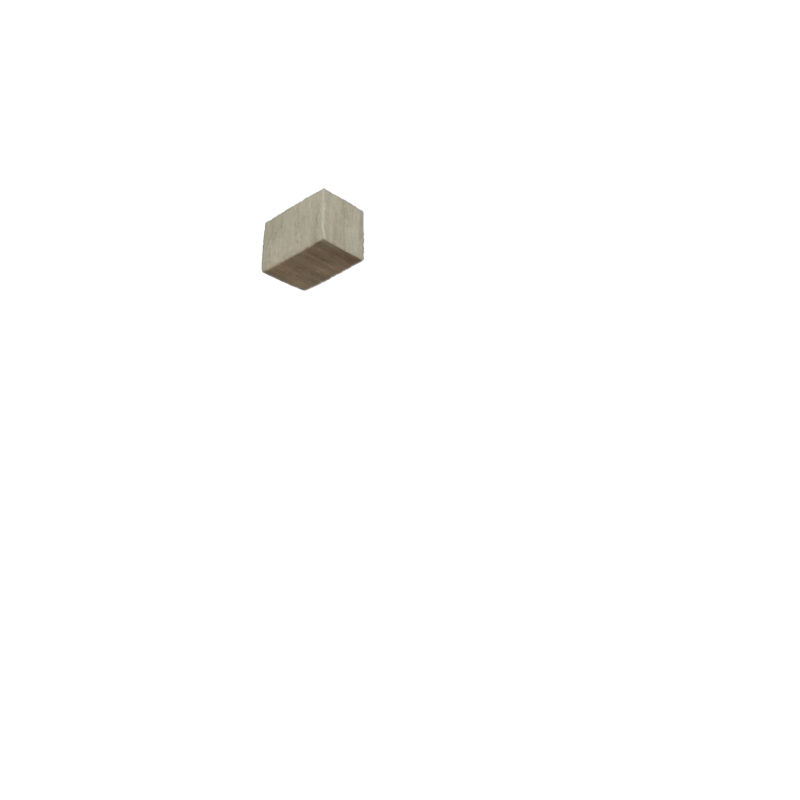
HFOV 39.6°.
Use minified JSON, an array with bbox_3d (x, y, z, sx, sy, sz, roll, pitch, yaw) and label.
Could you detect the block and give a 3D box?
[{"bbox_3d":[-0.076,-0.138,0.969,0.078,0.054,0.049,-24,-36,37],"label":"block"}]
